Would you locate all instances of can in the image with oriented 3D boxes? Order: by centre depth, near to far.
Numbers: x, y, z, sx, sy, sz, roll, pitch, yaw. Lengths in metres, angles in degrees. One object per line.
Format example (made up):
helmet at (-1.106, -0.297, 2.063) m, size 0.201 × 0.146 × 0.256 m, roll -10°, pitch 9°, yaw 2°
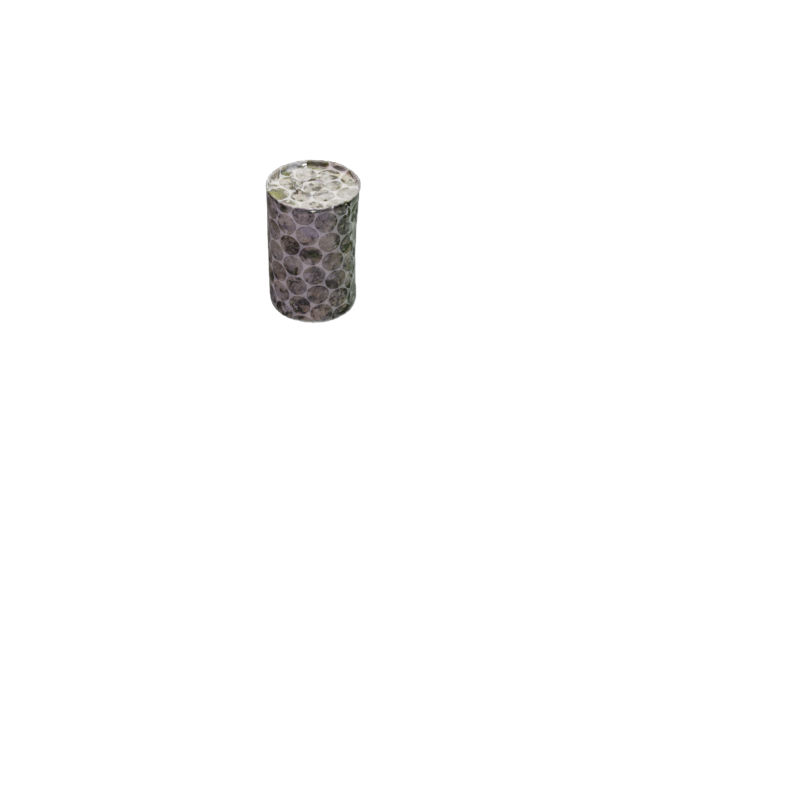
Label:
can at (-0.064, -0.117, 0.818) m, size 0.068 × 0.095 × 0.073 m, roll 0°, pitch 38°, yaw -3°
